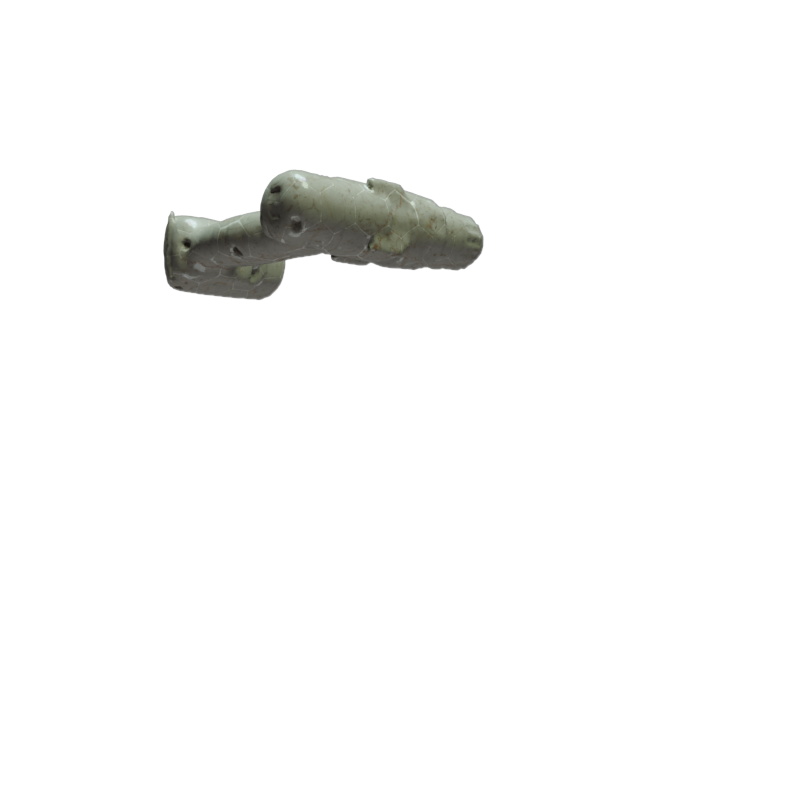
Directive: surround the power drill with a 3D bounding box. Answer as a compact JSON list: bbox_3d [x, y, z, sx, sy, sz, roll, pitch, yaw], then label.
[{"bbox_3d":[-0.060,-0.110,0.773,0.175,0.059,0.192,7,-11,-44],"label":"power drill"}]
